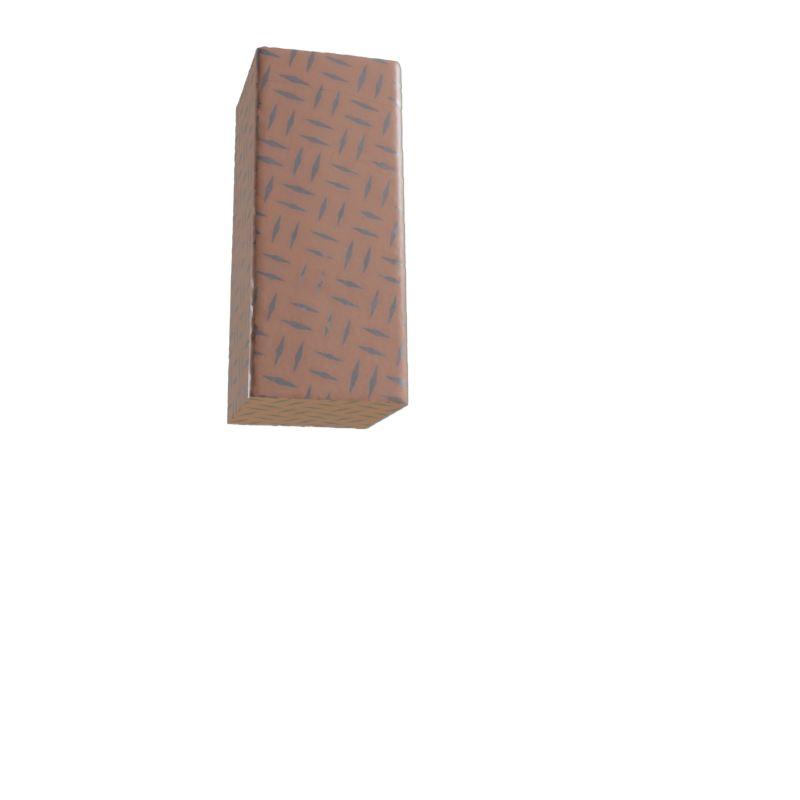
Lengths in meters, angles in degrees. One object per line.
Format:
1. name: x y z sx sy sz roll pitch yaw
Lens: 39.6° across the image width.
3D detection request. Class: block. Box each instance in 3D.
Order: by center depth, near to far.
1. block: -0.051 -0.094 0.659 0.088 0.215 0.089 3 -17 -15
